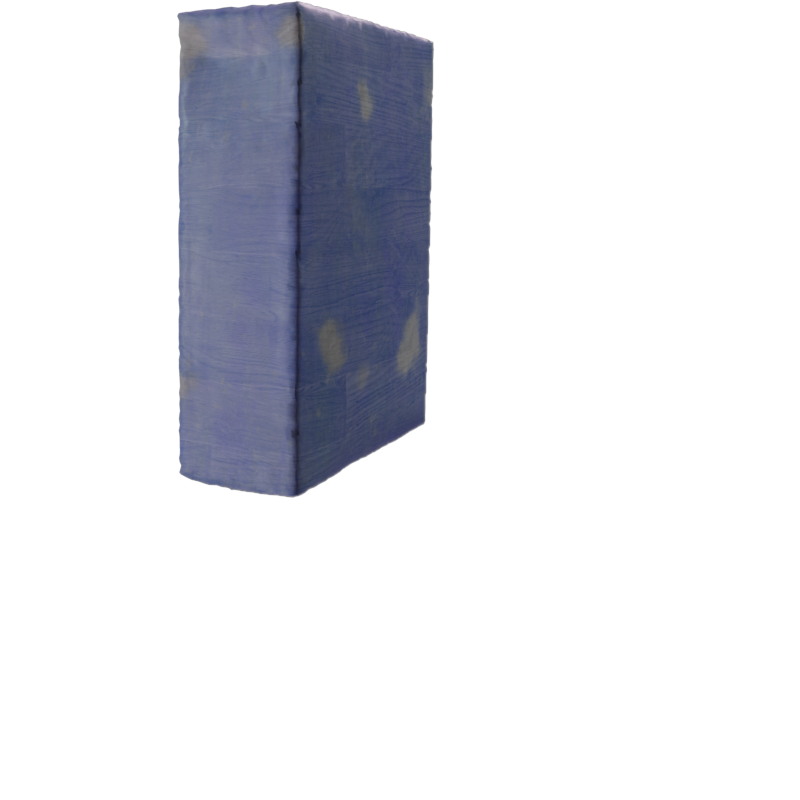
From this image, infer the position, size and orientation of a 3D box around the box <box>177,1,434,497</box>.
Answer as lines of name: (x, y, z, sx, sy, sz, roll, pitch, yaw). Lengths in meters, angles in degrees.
box: (-0.043, -0.079, 0.553, 0.074, 0.211, 0.161, 2, 7, 23)
